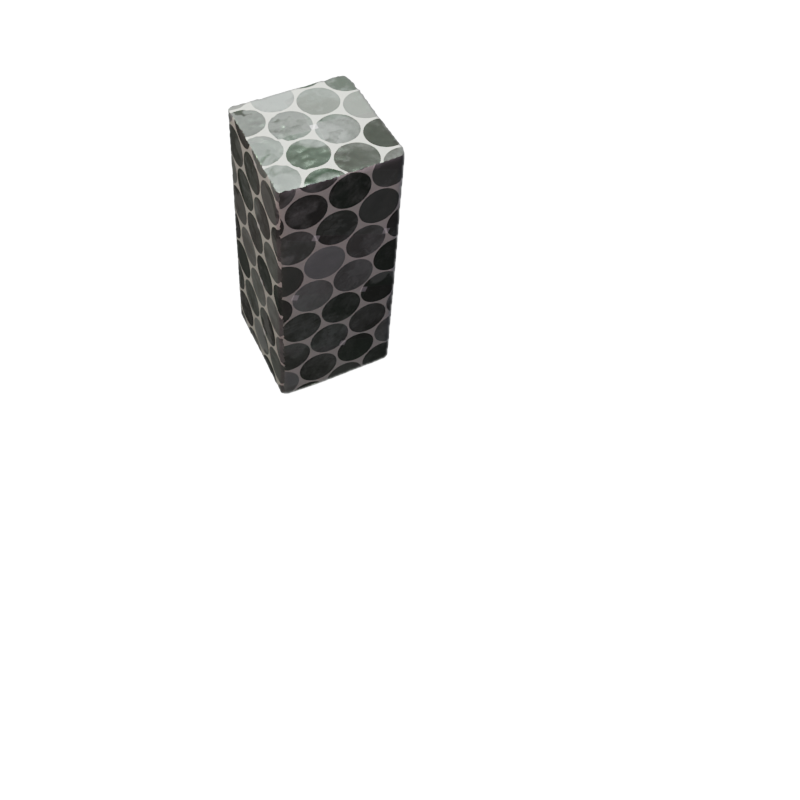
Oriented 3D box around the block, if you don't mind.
[{"bbox_3d":[-0.060,-0.112,0.781,0.089,0.098,0.192,-19,-36,-18],"label":"block"}]
